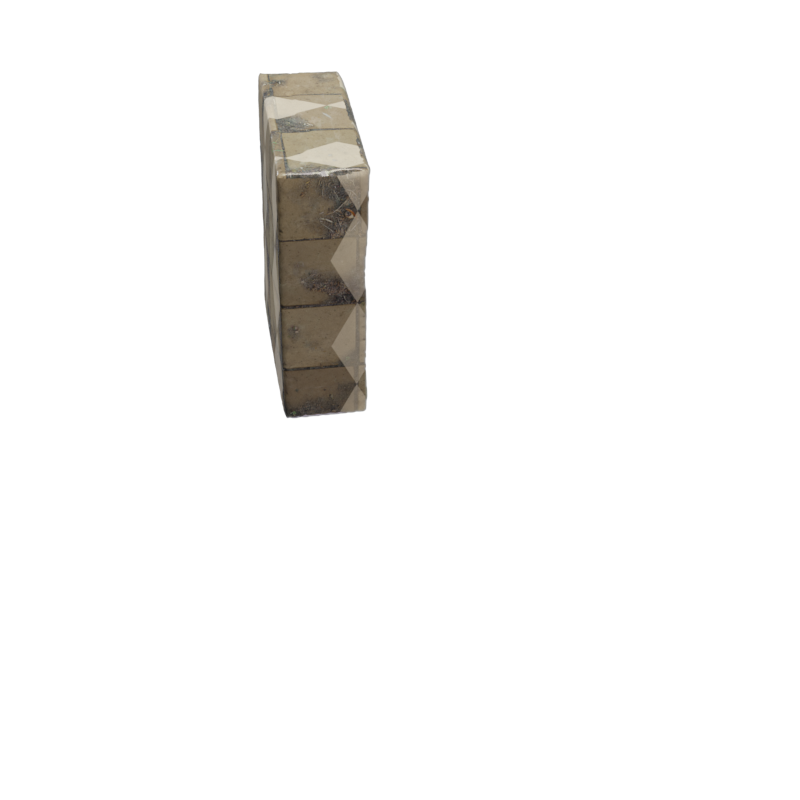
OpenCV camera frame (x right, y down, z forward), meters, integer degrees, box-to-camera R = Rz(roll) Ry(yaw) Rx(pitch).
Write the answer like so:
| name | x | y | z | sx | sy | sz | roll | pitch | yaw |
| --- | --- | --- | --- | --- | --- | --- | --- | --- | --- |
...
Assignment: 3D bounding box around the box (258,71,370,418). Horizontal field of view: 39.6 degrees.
| name | x | y | z | sx | sy | sz | roll | pitch | yaw |
| --- | --- | --- | --- | --- | --- | --- | --- | --- | --- |
| box | -0.066 | -0.121 | 0.847 | 0.071 | 0.200 | 0.177 | -4 | 37 | -9 |
